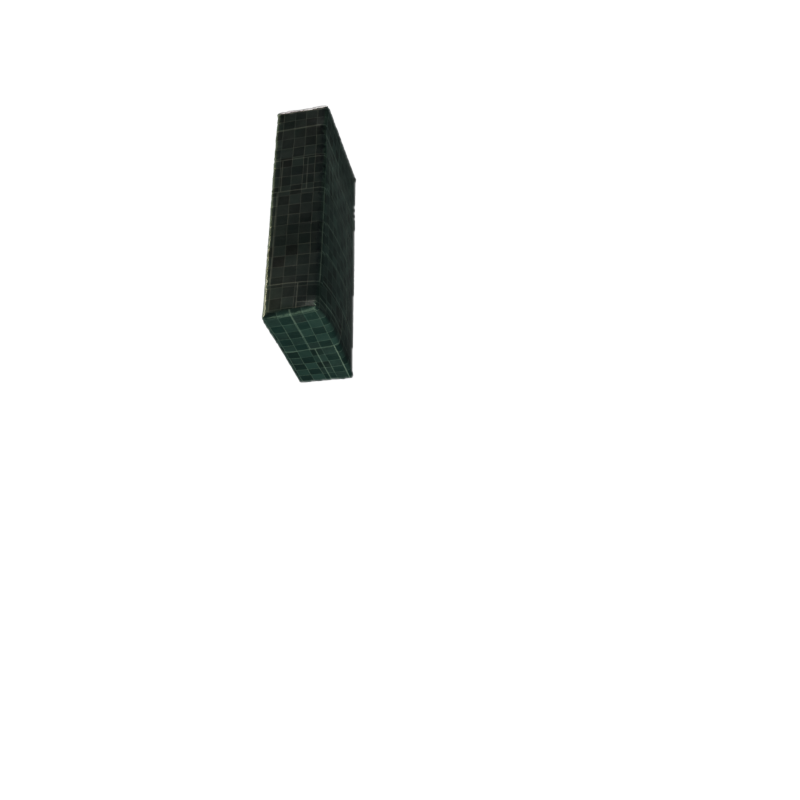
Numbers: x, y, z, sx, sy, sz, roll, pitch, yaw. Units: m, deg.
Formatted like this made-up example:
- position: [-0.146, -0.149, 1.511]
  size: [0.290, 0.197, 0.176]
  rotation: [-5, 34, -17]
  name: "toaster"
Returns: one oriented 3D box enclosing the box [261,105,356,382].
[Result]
- position: [-0.062, -0.112, 0.787]
  size: [0.048, 0.188, 0.086]
  rotation: [-9, -34, 9]
  name: "box"
